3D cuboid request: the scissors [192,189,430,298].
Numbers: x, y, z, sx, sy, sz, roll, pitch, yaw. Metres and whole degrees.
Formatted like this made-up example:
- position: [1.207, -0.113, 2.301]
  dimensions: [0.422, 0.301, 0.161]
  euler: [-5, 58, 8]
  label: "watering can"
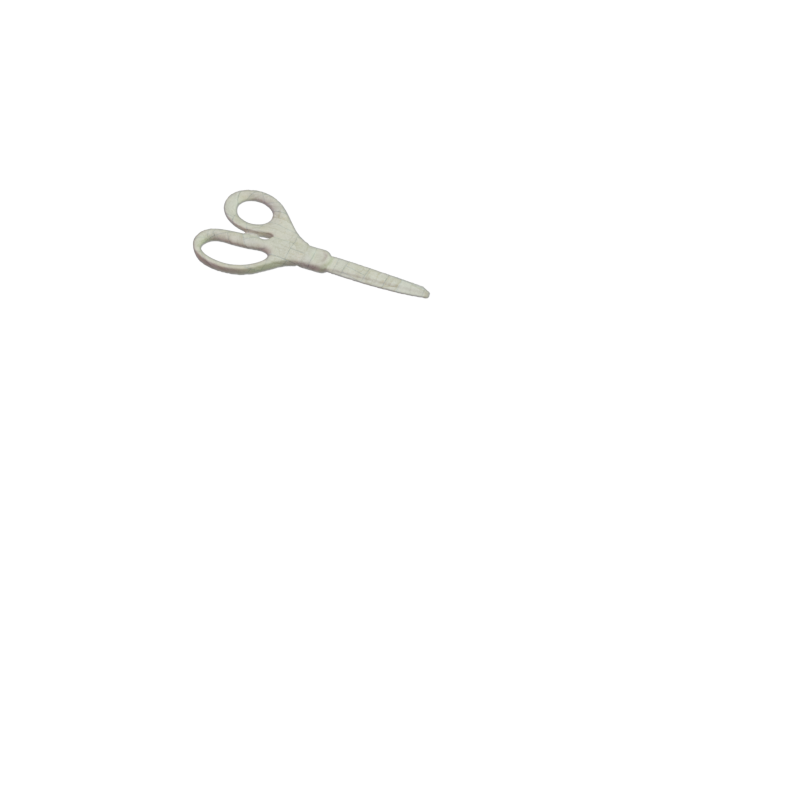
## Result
- position: [-0.074, -0.135, 0.944]
  dimensions: [0.203, 0.102, 0.015]
  euler: [5, -35, 3]
  label: "scissors"
